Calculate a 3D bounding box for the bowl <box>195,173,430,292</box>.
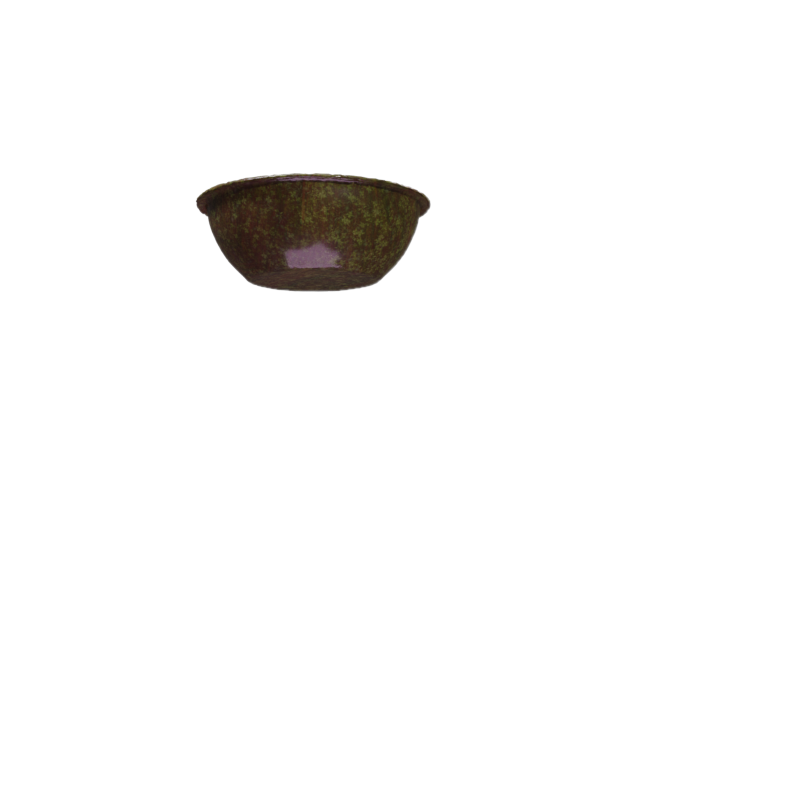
[{"bbox_3d":[-0.059,-0.108,0.759,0.162,0.056,0.159,0,-5,-2],"label":"bowl"}]
